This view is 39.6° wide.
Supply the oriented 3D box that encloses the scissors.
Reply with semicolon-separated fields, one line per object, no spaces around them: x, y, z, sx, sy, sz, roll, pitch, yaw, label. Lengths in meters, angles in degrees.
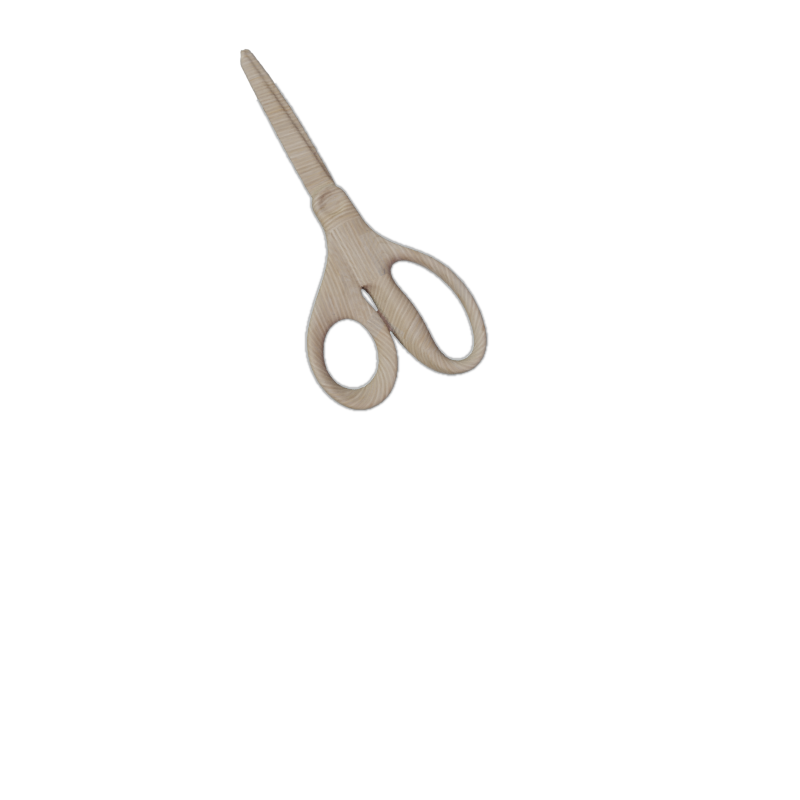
-0.044;-0.080;0.558;0.097;0.207;0.015;-43;-10;-10;scissors
